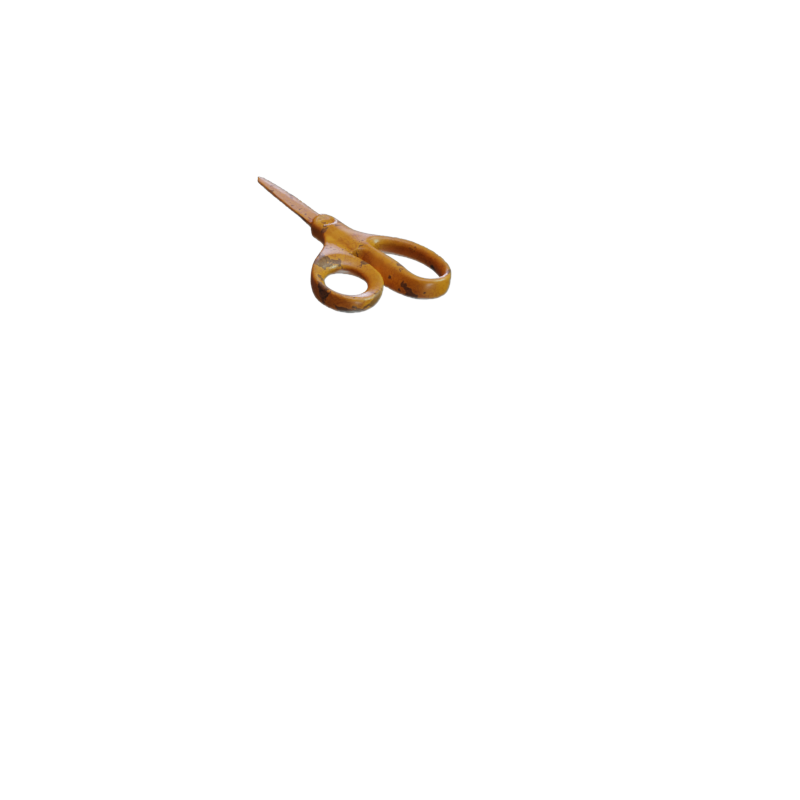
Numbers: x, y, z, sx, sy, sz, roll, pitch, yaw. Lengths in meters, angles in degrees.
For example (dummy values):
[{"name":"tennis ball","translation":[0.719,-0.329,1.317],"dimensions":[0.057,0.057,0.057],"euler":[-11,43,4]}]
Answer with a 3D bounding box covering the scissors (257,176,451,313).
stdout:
[{"name":"scissors","translation":[-0.058,-0.106,0.741],"dimensions":[0.215,0.015,0.096],"euler":[28,42,35]}]
